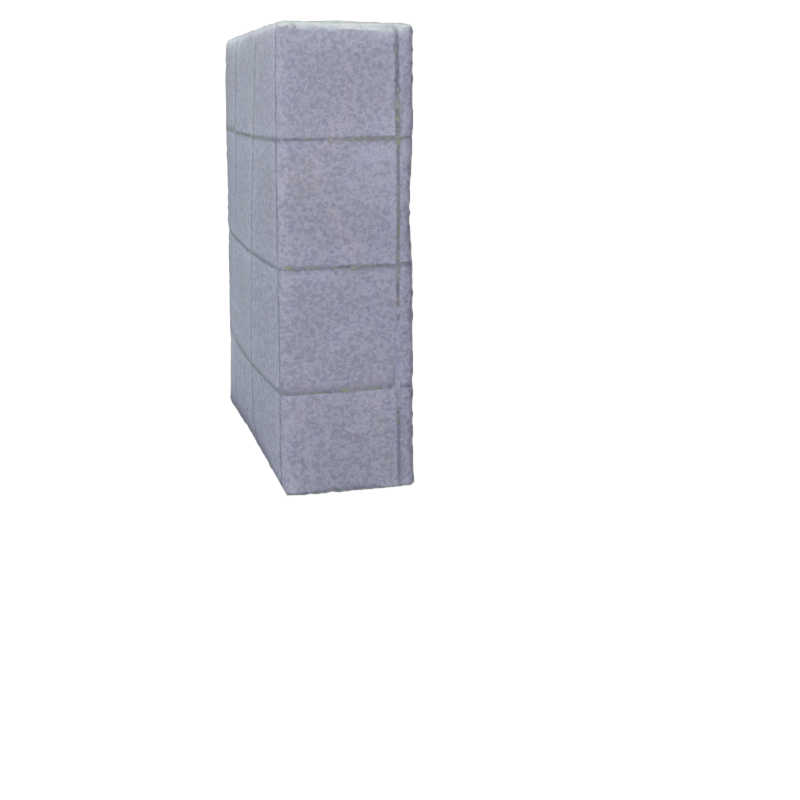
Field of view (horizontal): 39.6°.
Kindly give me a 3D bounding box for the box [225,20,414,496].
[{"bbox_3d":[-0.045,-0.082,0.571,0.070,0.209,0.171,-2,11,-16],"label":"box"}]
